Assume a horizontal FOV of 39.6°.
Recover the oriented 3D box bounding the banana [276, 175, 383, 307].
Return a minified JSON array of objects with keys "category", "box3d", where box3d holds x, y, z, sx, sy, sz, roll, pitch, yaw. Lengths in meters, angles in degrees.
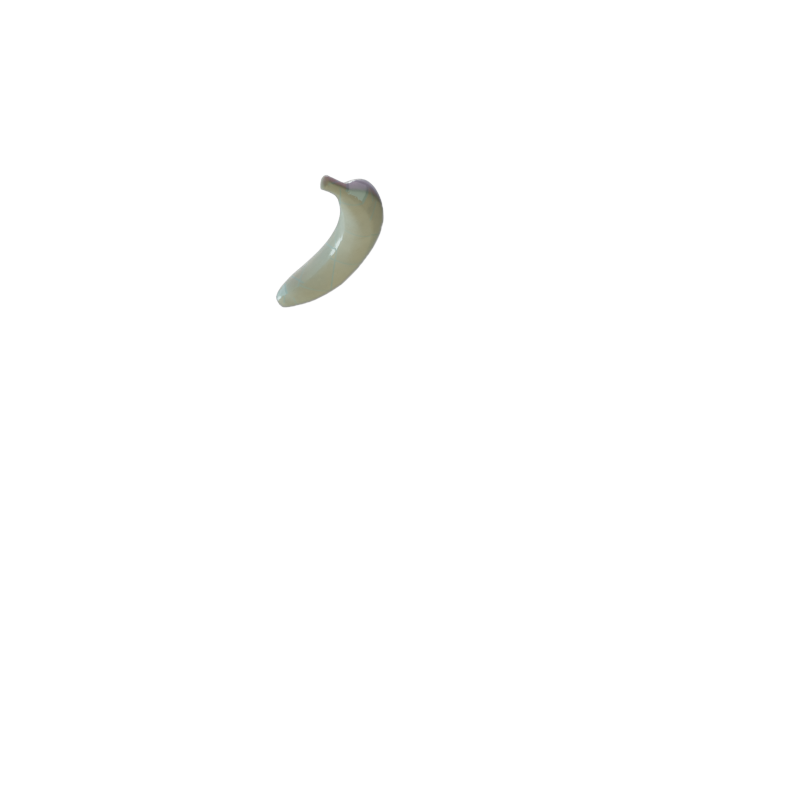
[{"category":"banana","box3d":[-0.057,-0.138,0.966,0.068,0.039,0.189,8,-31,-14]}]
